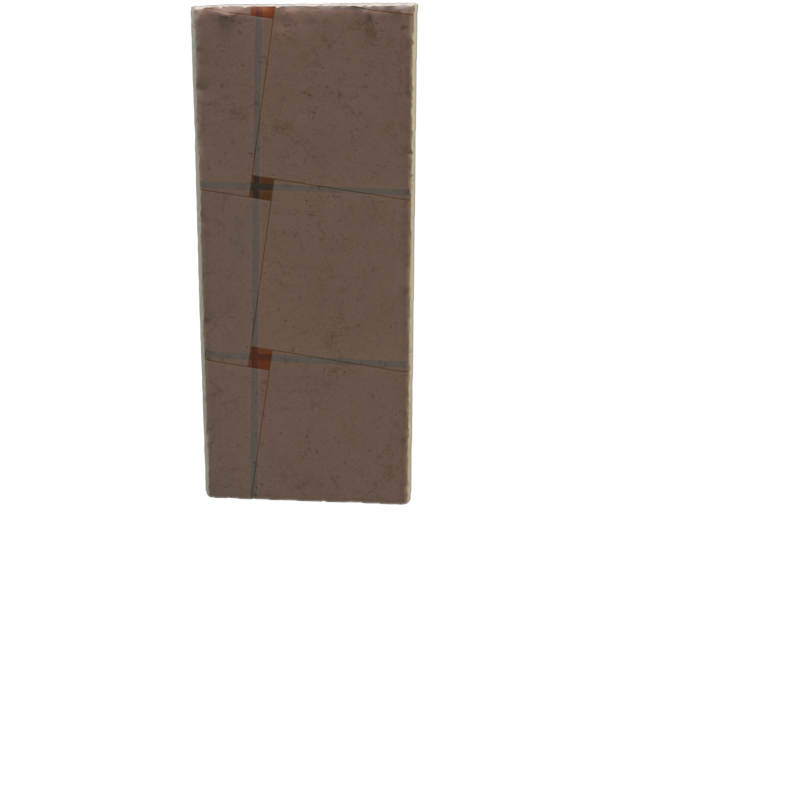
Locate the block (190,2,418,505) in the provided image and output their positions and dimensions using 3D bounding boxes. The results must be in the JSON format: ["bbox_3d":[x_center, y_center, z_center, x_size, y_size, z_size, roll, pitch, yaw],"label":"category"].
[{"bbox_3d":[-0.039,-0.070,0.489,0.091,0.200,0.093,1,14,2],"label":"block"}]
